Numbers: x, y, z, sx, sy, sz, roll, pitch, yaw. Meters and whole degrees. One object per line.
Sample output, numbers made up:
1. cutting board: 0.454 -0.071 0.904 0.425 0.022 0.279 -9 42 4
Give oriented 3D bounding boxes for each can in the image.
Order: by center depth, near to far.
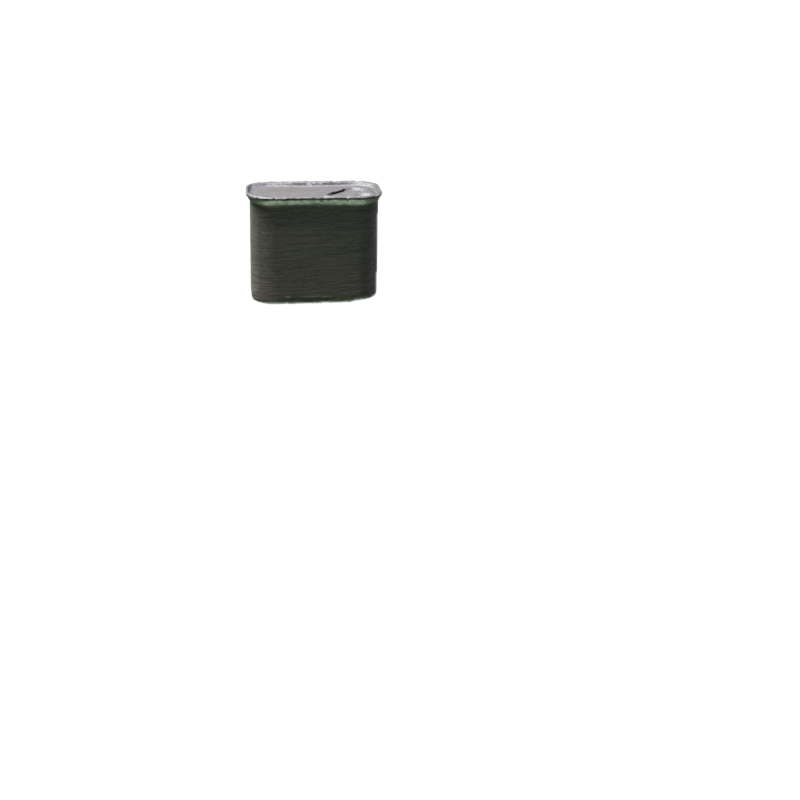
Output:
1. can: -0.066 -0.121 0.847 0.101 0.081 0.060 -1 18 -5
